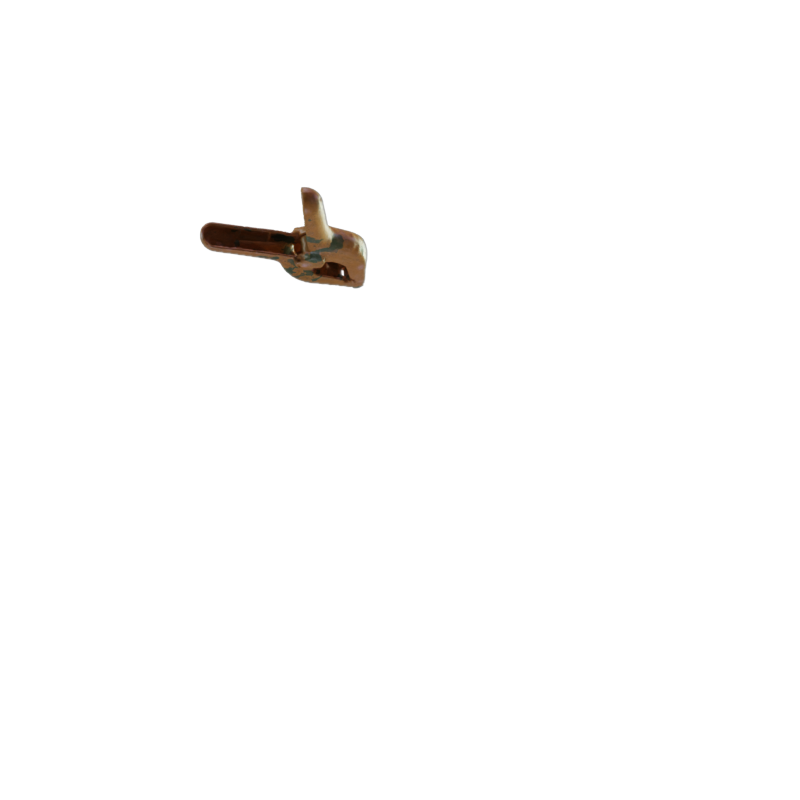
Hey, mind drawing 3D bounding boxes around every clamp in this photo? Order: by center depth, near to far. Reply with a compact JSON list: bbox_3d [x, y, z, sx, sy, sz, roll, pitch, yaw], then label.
[{"bbox_3d":[-0.076,-0.139,0.971,0.122,0.041,0.162,-11,-17,41],"label":"clamp"}]
